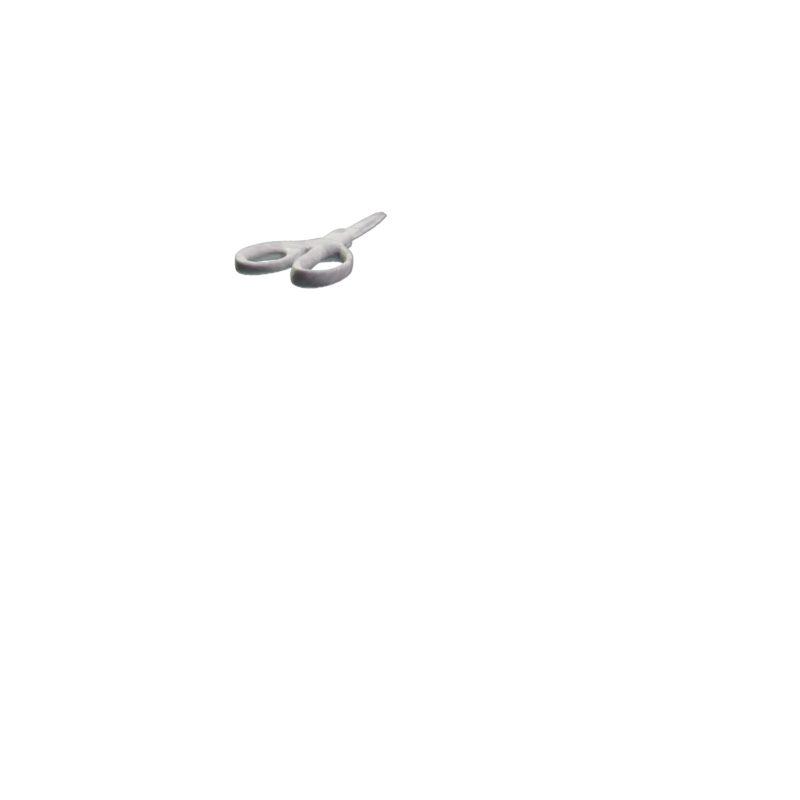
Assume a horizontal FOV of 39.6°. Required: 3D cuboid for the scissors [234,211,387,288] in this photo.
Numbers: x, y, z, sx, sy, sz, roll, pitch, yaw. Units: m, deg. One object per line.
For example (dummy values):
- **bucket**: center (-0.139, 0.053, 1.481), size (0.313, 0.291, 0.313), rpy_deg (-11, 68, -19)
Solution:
- **scissors**: center (-0.068, -0.123, 0.863), size (0.097, 0.015, 0.208), rpy_deg (2, 22, 5)
